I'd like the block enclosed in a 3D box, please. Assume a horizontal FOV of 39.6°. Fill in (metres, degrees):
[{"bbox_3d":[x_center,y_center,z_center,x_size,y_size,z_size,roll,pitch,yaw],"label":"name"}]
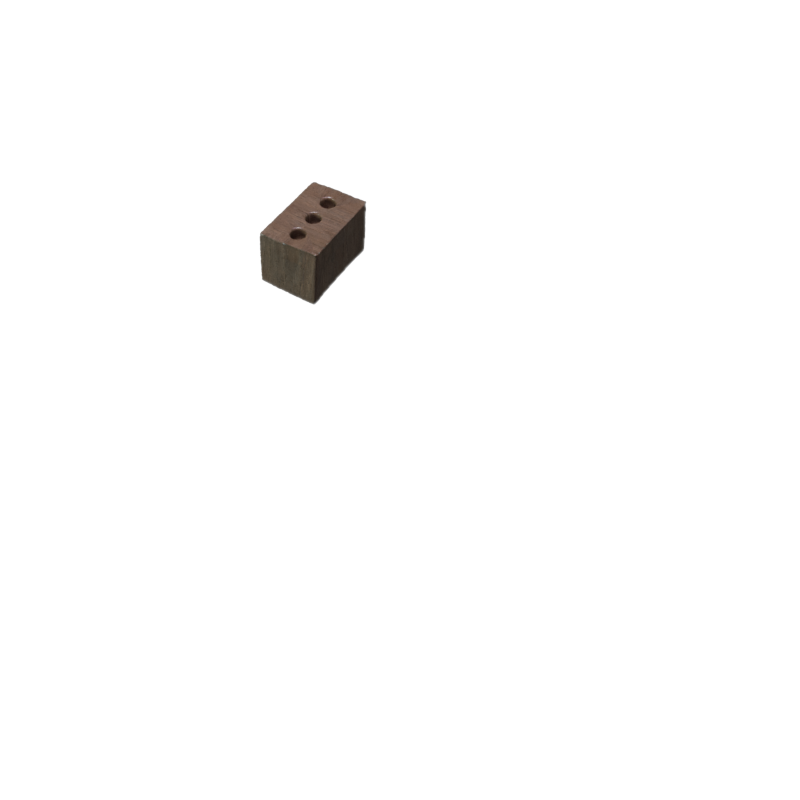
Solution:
[{"bbox_3d":[-0.069,-0.125,0.877,0.055,0.048,0.080,23,49,19],"label":"block"}]
